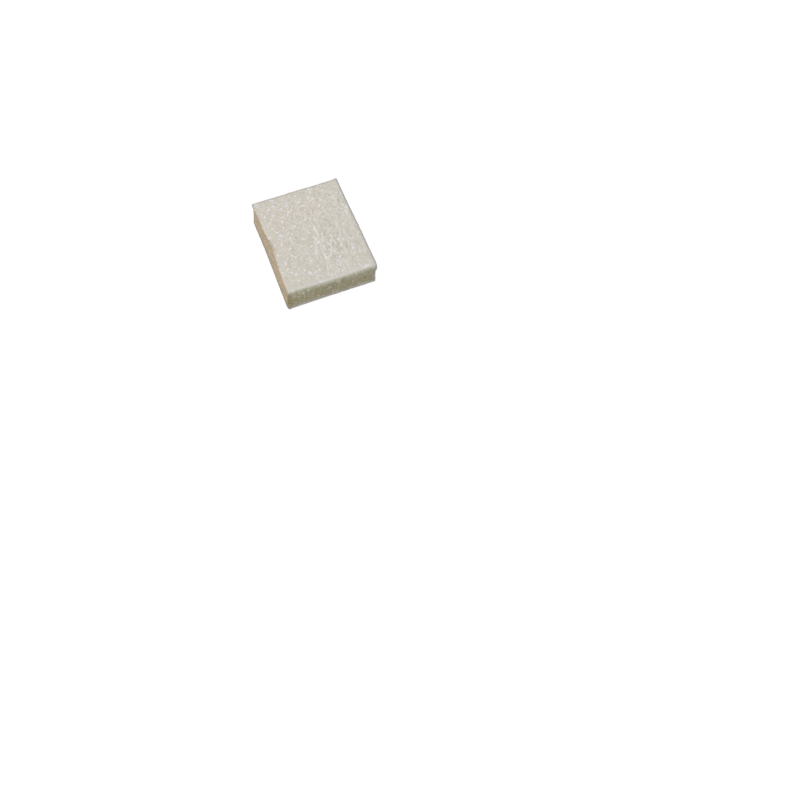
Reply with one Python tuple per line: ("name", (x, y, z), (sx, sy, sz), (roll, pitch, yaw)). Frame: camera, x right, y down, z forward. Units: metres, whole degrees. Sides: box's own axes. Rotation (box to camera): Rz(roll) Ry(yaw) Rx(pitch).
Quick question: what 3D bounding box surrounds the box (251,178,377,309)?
("box", (-0.068, -0.124, 0.867), (0.073, 0.095, 0.028), (-18, -27, -10))
